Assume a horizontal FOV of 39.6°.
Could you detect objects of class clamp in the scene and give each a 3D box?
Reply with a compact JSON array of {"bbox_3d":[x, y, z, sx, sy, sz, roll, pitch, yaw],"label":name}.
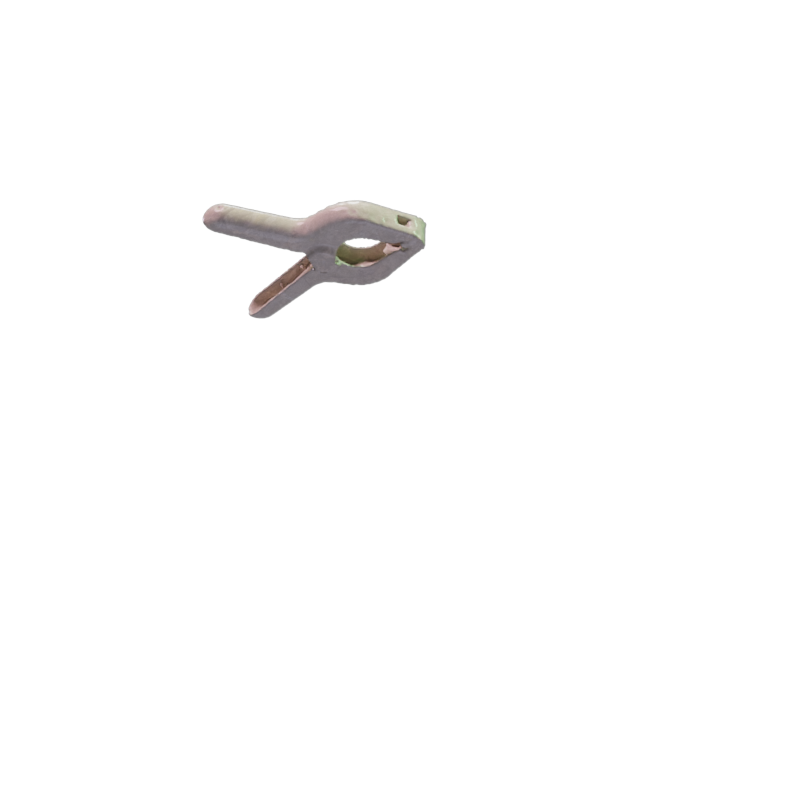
[{"bbox_3d":[-0.069,-0.125,0.875,0.173,0.042,0.111,-16,-40,19],"label":"clamp"}]
